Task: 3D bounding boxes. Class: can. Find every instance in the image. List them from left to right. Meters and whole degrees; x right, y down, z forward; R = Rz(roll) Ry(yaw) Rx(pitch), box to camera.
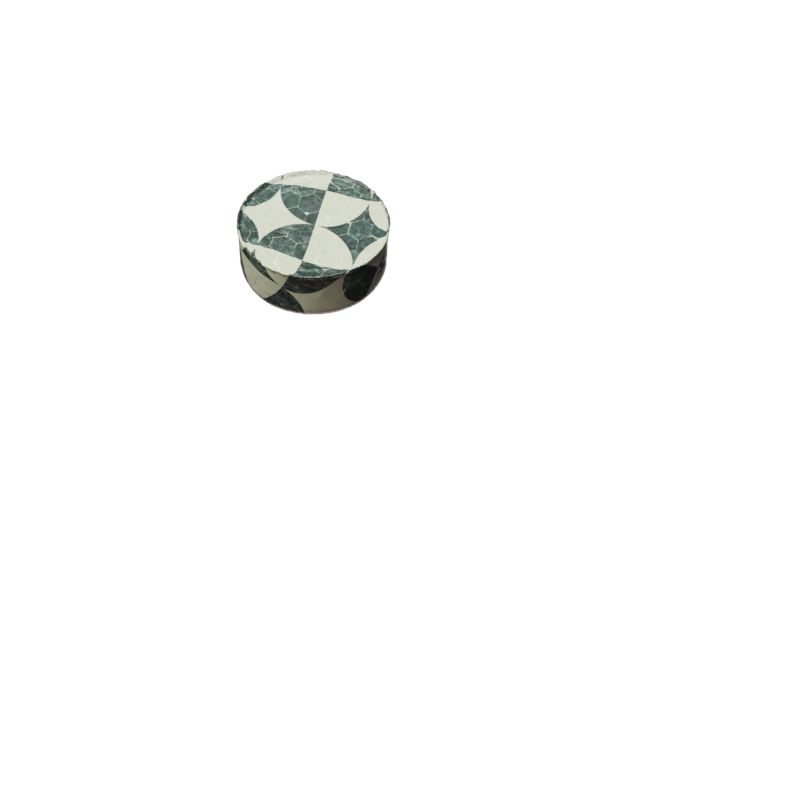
[{"bbox_3d":[-0.049,-0.090,0.629,0.086,0.092,0.031,-1,-41,-1],"label":"can"}]
